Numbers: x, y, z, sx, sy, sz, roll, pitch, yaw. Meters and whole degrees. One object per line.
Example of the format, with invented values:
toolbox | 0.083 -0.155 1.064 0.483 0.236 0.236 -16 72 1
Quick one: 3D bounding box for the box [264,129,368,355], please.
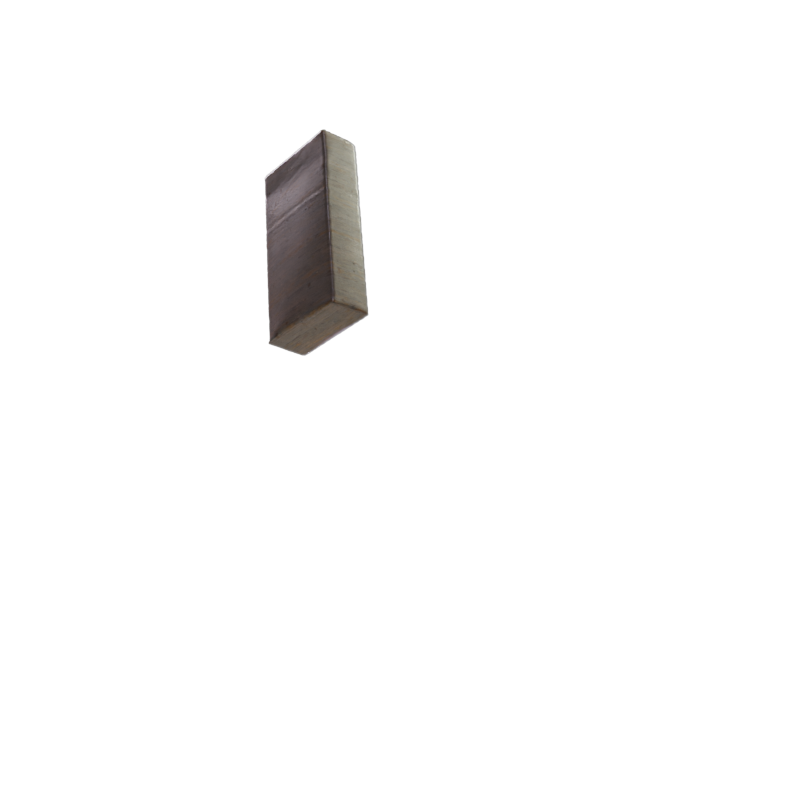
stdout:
box | -0.075 -0.138 0.965 0.045 0.188 0.093 22 -37 -35
